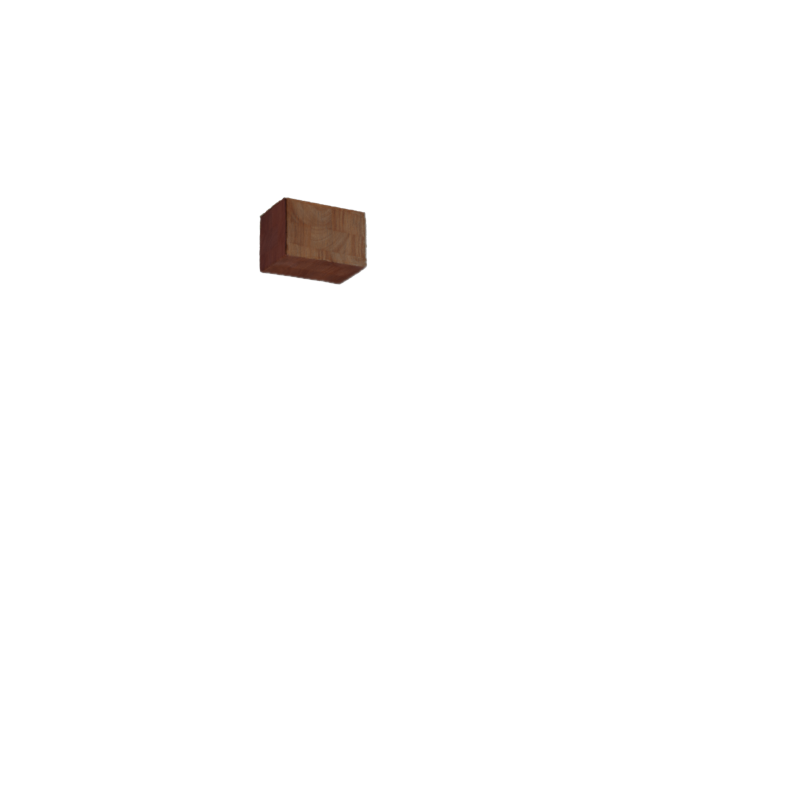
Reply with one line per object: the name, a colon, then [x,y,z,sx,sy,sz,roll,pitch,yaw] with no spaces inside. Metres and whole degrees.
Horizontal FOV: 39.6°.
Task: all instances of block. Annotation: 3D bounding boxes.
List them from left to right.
block: [-0.073,-0.133,0.929,0.075,0.053,0.053,8,-18,-28]
